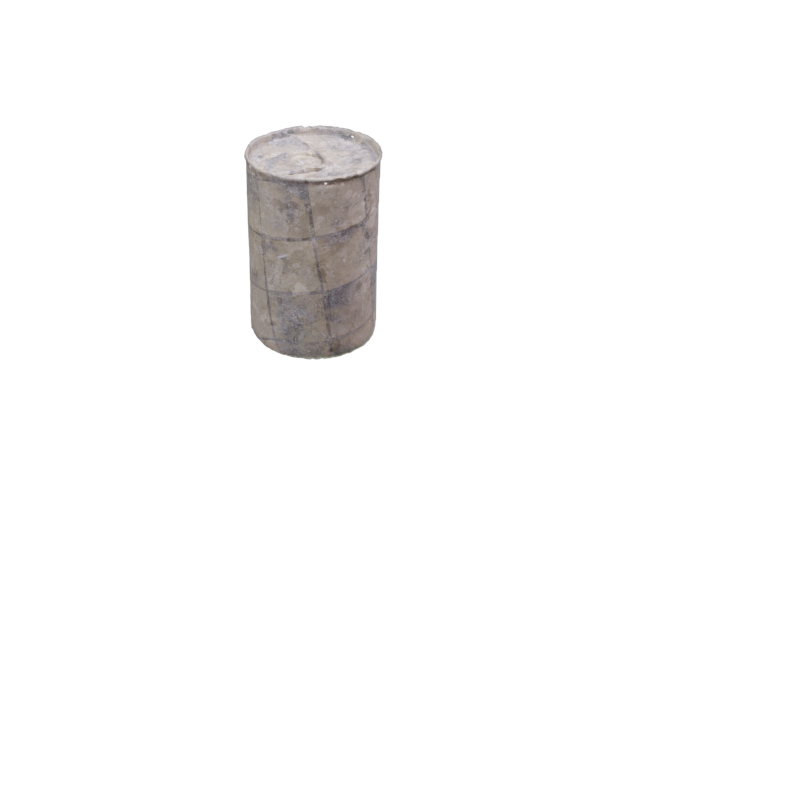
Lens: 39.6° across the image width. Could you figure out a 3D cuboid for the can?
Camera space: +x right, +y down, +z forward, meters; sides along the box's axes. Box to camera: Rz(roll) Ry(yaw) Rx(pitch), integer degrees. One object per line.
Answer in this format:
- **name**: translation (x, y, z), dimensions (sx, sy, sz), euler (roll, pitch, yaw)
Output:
- **can**: translation (-0.045, -0.081, 0.569), dimensions (0.068, 0.096, 0.073), euler (0, 31, -3)
